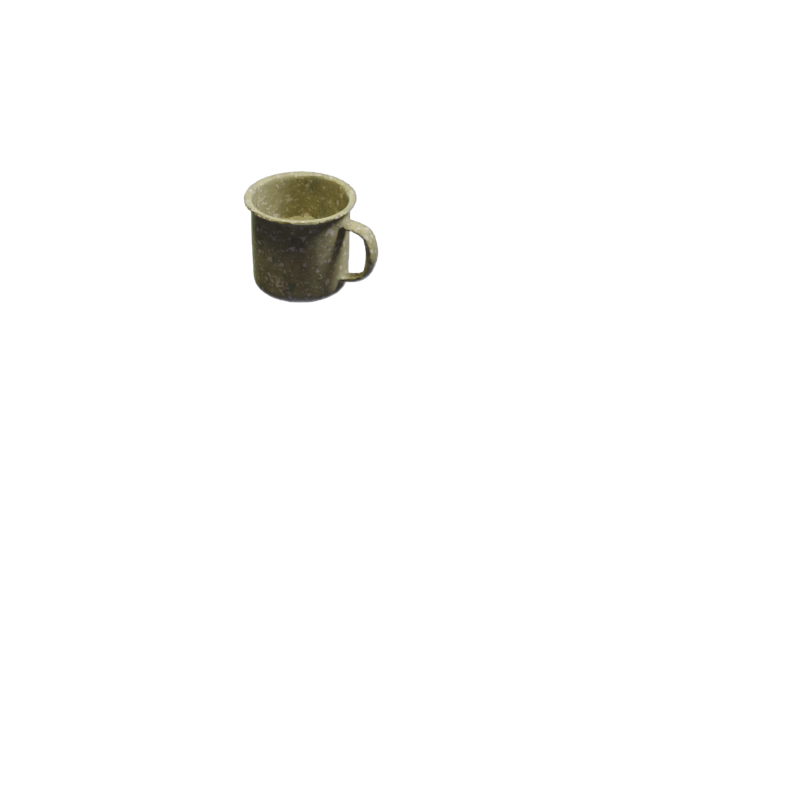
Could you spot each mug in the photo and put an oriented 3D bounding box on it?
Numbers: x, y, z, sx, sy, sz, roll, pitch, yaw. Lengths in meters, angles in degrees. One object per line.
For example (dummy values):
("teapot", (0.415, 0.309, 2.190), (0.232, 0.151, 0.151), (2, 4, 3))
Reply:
("mug", (-0.072, -0.132, 0.925), (0.122, 0.076, 0.096), (15, 36, 20))
